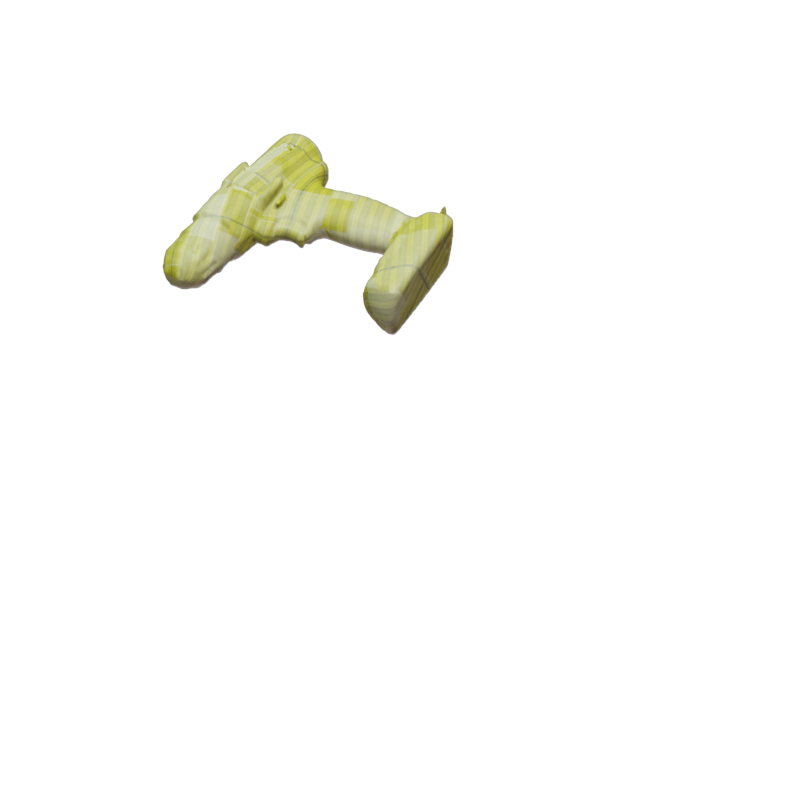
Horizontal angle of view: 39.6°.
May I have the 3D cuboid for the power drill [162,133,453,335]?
[{"bbox_3d":[-0.068,-0.124,0.867,0.196,0.189,0.053,26,-35,19],"label":"power drill"}]
